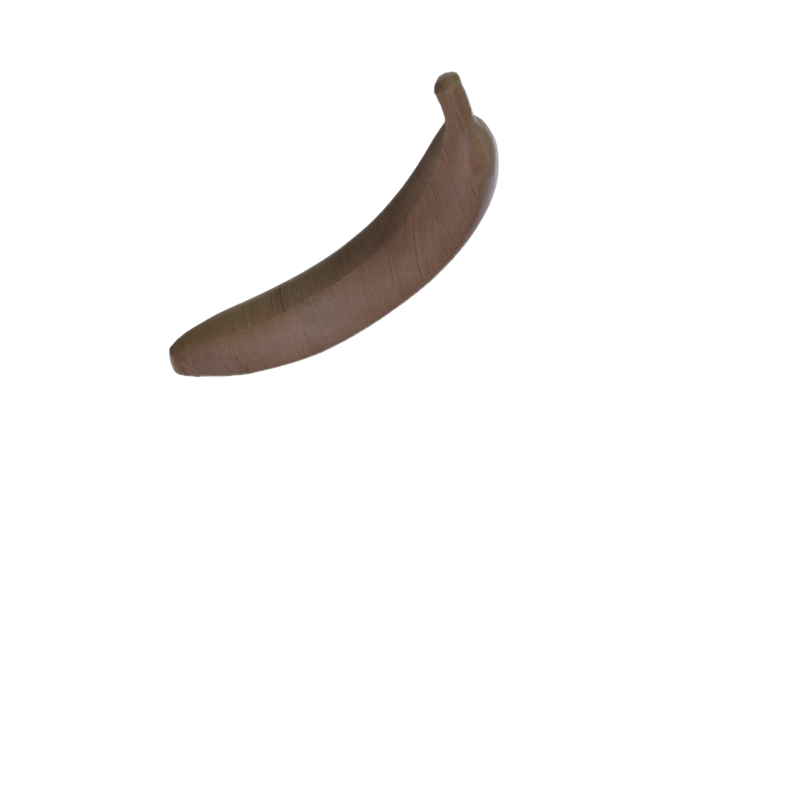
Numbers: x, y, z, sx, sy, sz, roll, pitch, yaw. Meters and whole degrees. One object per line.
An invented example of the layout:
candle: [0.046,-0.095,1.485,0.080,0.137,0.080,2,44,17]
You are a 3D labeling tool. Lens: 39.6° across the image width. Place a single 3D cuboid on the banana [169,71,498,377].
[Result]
banana: [-0.021,-0.063,0.484,0.066,0.039,0.194,33,-57,-26]
